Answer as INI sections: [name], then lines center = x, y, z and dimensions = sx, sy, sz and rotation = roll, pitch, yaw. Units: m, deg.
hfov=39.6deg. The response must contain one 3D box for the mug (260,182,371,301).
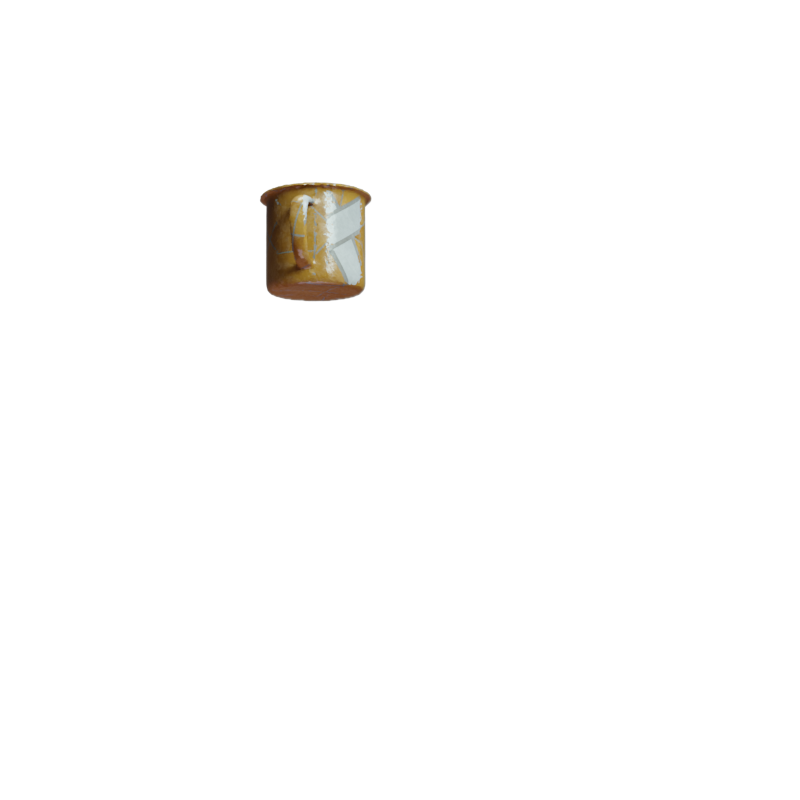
[mug]
center = -0.071, -0.129, 0.903
dimensions = 0.094, 0.084, 0.113
rotation = -1, -9, 6
